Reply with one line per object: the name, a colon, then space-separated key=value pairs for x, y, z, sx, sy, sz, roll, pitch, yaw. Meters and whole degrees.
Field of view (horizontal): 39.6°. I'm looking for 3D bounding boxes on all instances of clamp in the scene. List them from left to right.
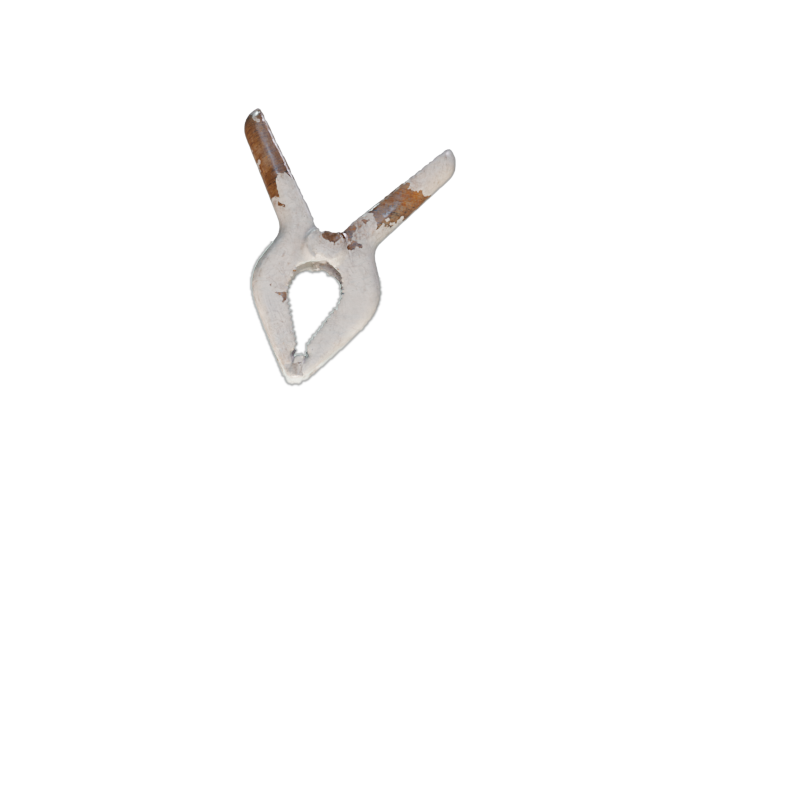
clamp: x=-0.065 y=-0.118 z=0.826 sx=0.167 sy=0.217 sz=0.035 roll=18 pitch=-18 yaw=6
